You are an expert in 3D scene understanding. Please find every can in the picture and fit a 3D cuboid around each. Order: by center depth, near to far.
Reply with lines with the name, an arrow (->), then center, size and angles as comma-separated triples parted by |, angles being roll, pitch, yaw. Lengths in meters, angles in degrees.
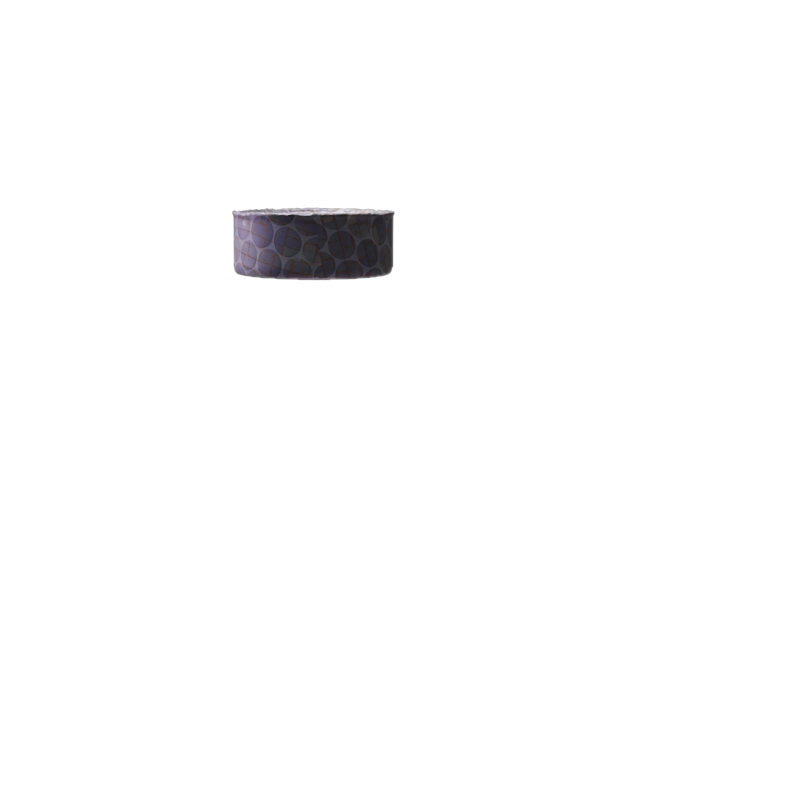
can -> -0.046, -0.084, 0.586 | 0.086, 0.033, 0.088 | 0, 10, -2
